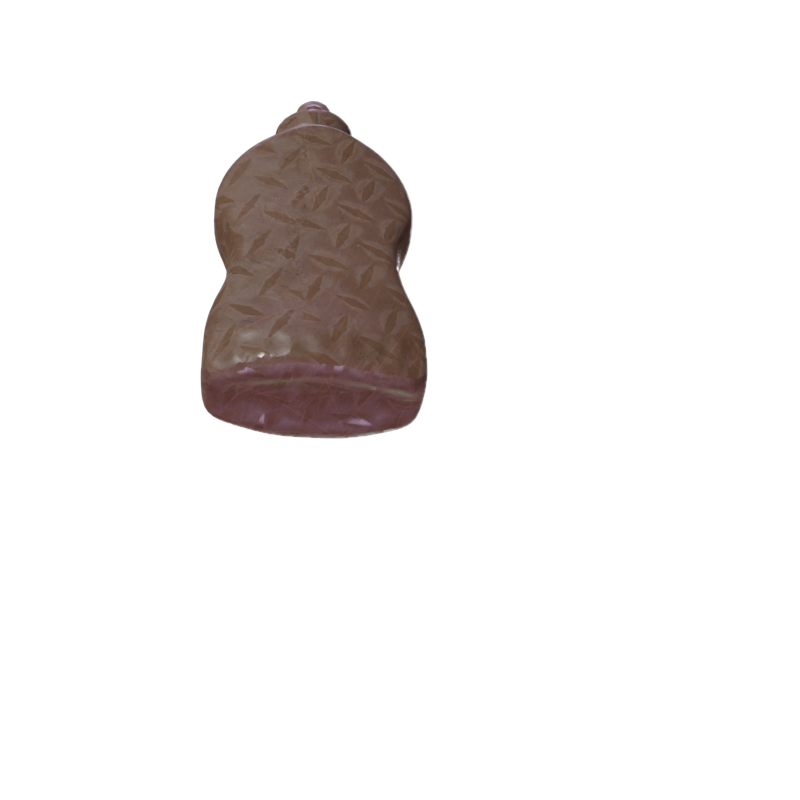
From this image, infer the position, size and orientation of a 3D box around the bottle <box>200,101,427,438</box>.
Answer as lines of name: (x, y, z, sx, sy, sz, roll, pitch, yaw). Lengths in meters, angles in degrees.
bottle: (-0.041, -0.076, 0.530, 0.095, 0.206, 0.055, 1, -41, -5)
